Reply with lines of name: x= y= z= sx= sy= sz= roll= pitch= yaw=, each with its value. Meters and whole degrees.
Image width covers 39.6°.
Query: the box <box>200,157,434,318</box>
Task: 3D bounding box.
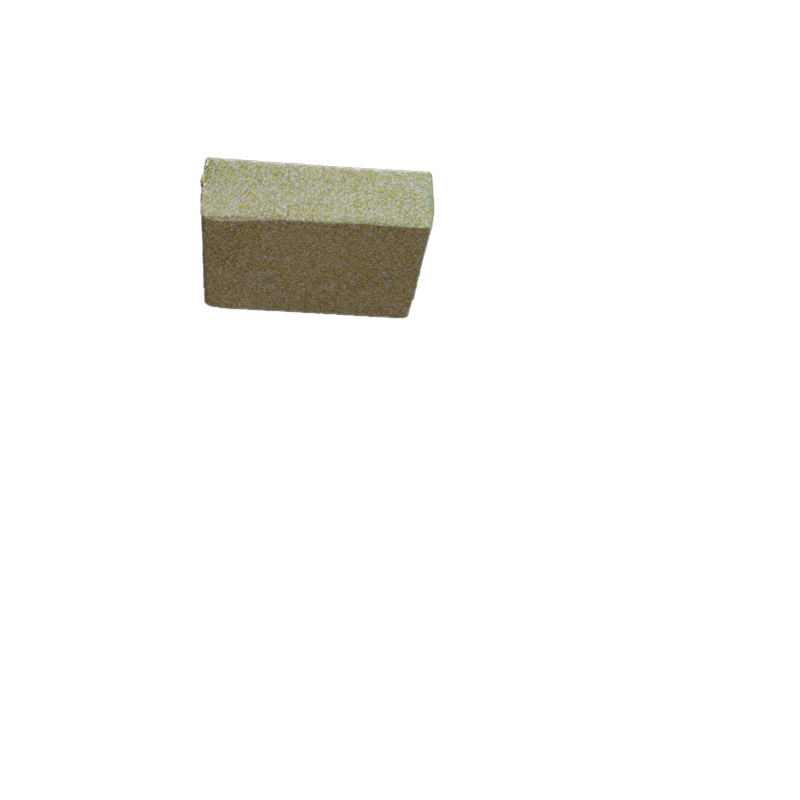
box: x=-0.044 y=-0.080 z=0.563 sx=0.113 sy=0.041 sz=0.085 roll=2 pitch=-29 yaw=-5
